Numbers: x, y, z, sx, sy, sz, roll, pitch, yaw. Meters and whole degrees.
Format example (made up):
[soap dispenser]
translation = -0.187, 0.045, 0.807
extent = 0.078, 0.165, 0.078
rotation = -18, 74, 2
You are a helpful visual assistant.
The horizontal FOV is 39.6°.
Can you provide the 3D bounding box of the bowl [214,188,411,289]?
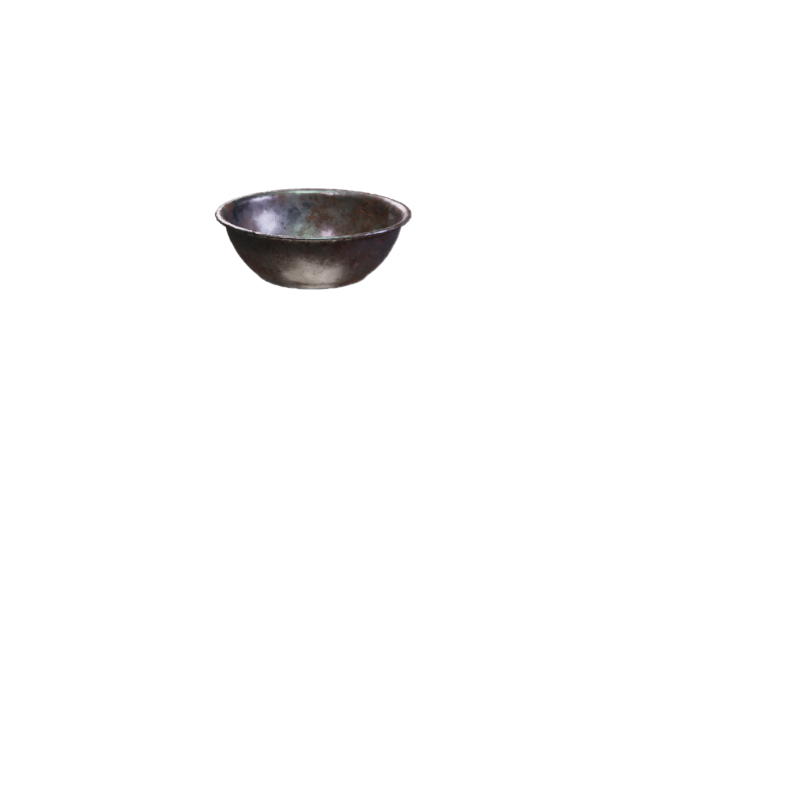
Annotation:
[bowl]
translation = -0.072, -0.131, 0.917
extent = 0.162, 0.053, 0.170
rotation = -1, 22, -2
